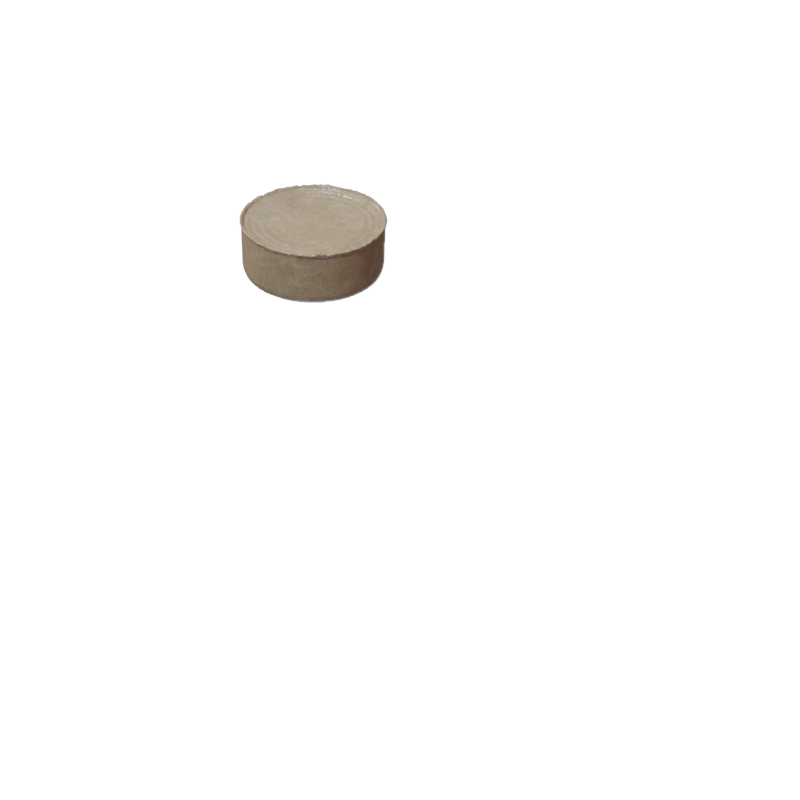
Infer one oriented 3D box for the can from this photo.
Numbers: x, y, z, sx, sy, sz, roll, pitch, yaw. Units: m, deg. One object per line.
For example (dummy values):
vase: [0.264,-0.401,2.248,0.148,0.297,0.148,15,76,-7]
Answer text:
can: [-0.051,-0.093,0.654,0.086,0.031,0.092,-1,35,-2]
